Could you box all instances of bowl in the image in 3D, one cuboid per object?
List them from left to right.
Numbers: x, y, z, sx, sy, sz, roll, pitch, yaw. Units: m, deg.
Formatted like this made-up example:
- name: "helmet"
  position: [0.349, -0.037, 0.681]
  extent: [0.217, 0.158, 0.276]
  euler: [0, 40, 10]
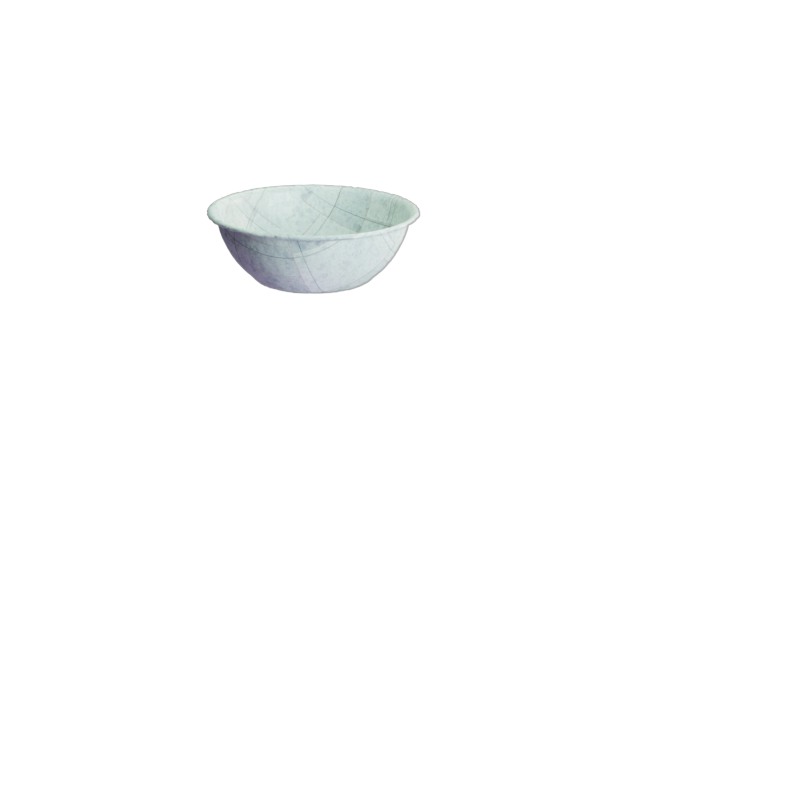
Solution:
- name: "bowl"
  position: [-0.066, -0.121, 0.846]
  extent: [0.162, 0.053, 0.170]
  euler: [-1, 22, -2]
